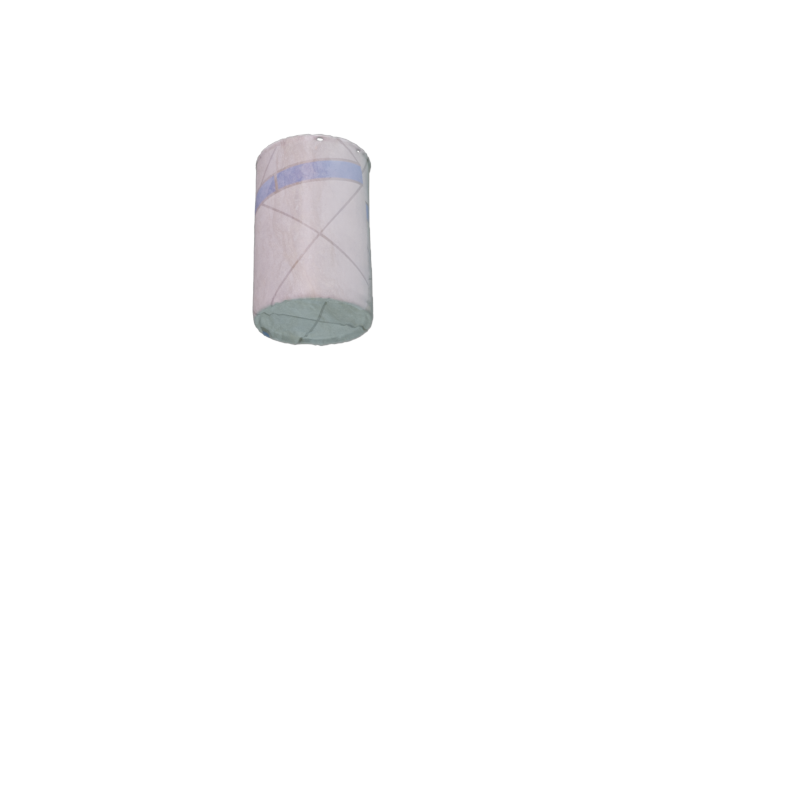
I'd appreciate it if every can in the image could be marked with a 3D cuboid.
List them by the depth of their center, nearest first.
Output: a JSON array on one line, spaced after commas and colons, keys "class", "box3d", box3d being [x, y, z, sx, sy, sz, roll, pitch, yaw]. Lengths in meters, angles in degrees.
[{"class": "can", "box3d": [-0.049, -0.090, 0.628, 0.068, 0.108, 0.065, 0, -25, -2]}]
